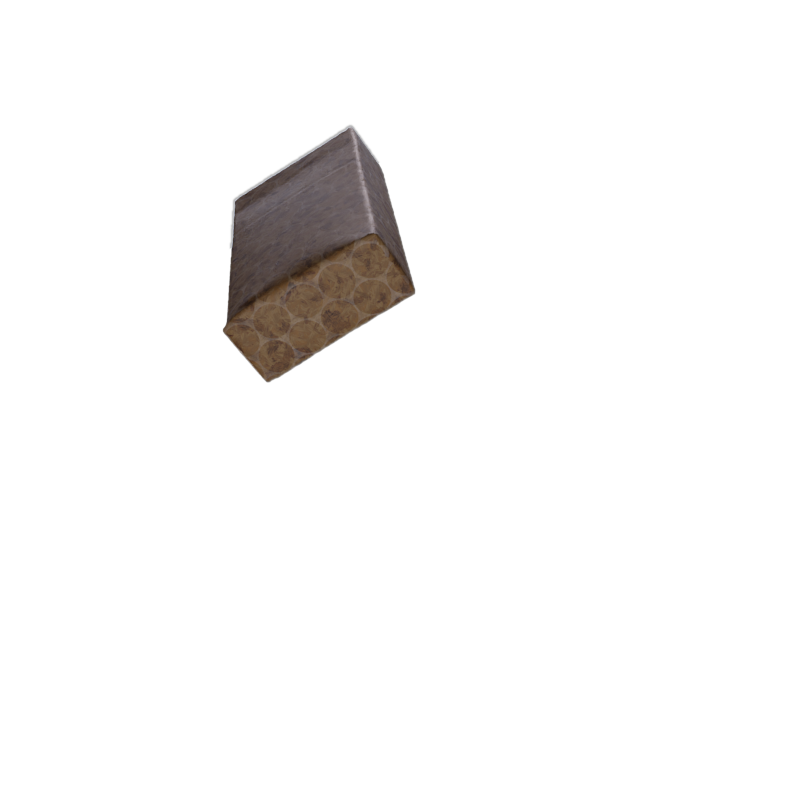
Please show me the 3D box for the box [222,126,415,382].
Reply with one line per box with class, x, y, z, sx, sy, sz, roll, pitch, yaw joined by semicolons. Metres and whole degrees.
box;-0.049;-0.089;0.624;0.093;0.045;0.186;-30;26;12
